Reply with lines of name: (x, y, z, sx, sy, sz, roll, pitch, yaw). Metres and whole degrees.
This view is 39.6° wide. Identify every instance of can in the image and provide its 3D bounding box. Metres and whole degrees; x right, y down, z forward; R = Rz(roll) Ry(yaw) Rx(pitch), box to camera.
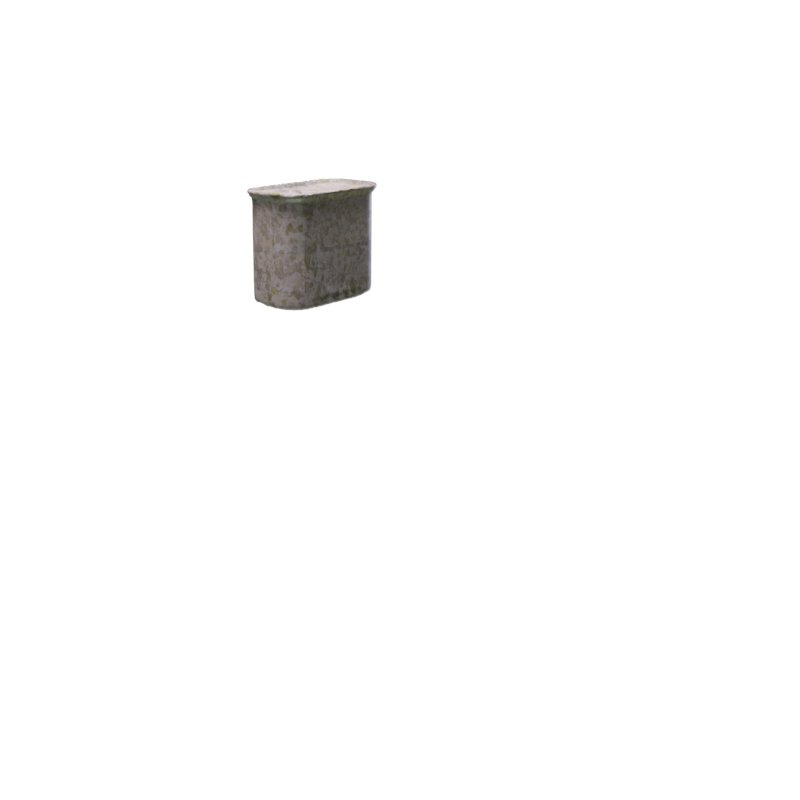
can: (-0.064, -0.117, 0.819, 0.060, 0.082, 0.100, 10, 17, 37)
